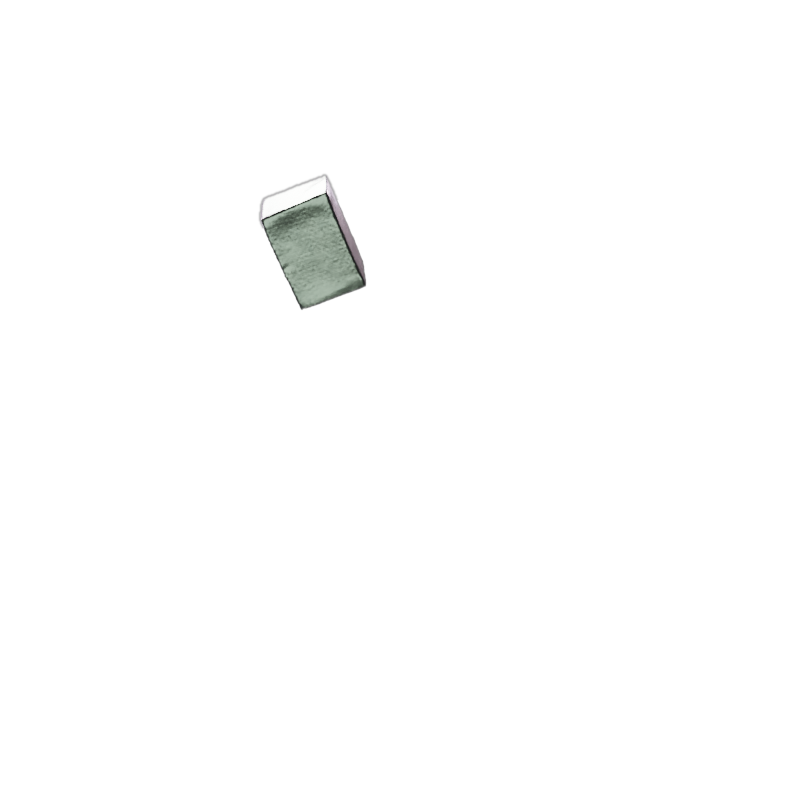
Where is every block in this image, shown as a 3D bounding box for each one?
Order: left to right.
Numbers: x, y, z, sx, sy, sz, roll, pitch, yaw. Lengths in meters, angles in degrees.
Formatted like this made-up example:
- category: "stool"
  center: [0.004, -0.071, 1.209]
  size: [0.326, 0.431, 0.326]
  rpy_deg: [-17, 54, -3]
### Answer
- category: "block"
  center: [-0.063, -0.115, 0.805]
  size: [0.053, 0.074, 0.054]
  rpy_deg: [-20, 22, 7]
